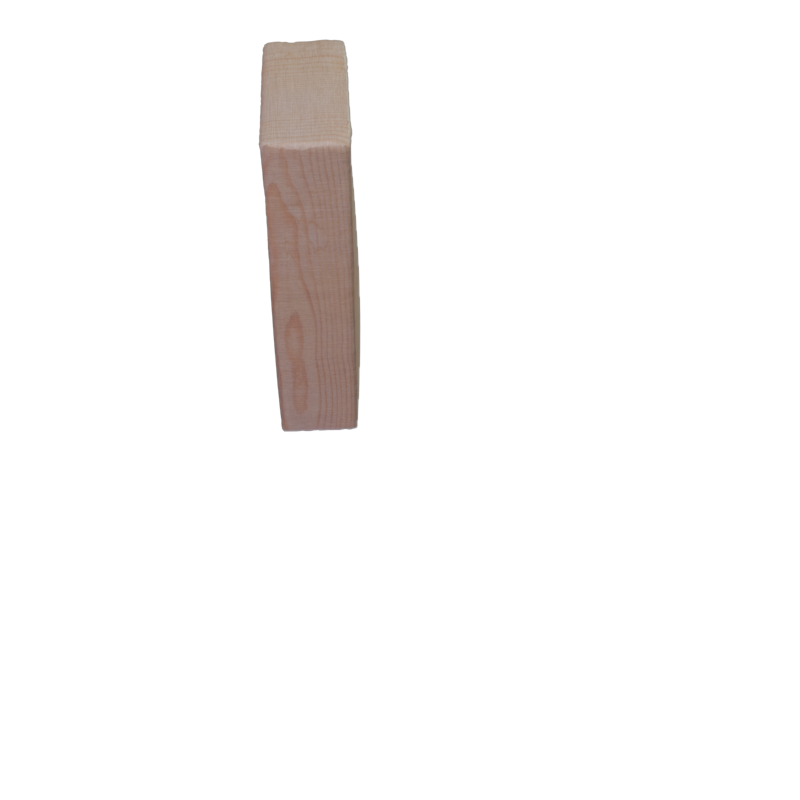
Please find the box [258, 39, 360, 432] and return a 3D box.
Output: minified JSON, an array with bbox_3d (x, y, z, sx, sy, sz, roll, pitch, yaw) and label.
[{"bbox_3d":[-0.043,-0.078,0.547,0.048,0.164,0.100,0,43,-4],"label":"box"}]
